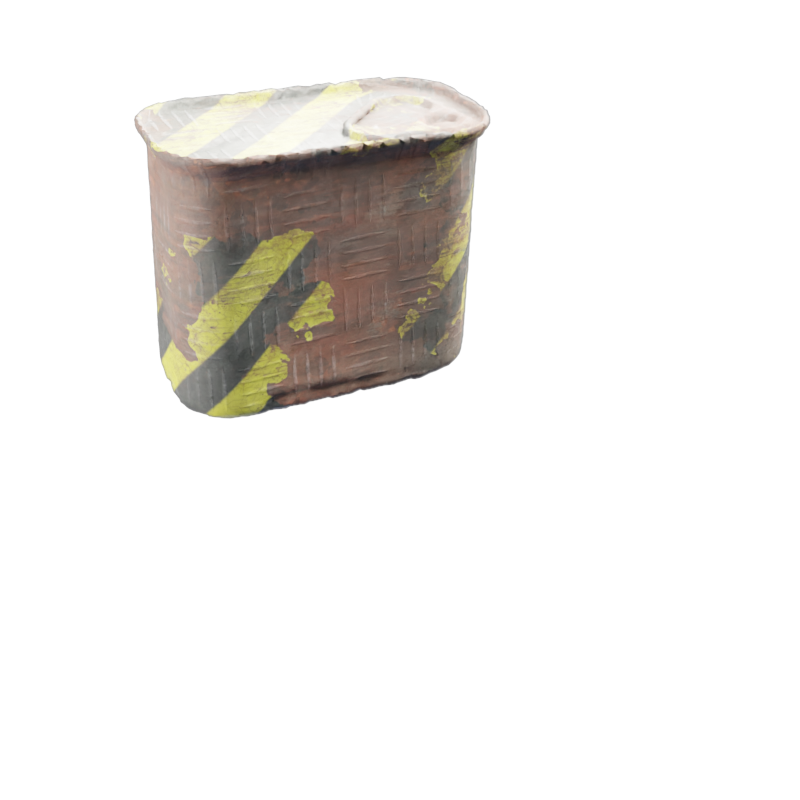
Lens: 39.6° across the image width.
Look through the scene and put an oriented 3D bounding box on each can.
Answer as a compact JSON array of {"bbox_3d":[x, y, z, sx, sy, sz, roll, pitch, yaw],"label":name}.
[{"bbox_3d":[-0.027,-0.049,0.343,0.100,0.079,0.062,-11,30,-20],"label":"can"}]
